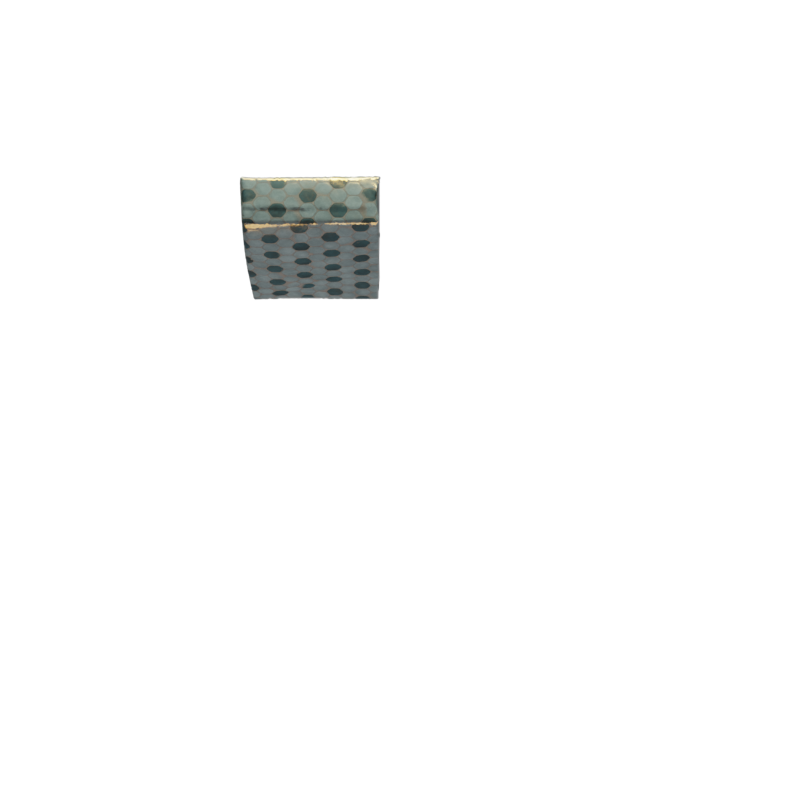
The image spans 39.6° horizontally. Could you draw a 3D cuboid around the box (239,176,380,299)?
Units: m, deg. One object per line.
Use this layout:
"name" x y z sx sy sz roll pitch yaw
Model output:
"box" -0.058 -0.105 0.737 0.090 0.041 0.107 0 -21 0
